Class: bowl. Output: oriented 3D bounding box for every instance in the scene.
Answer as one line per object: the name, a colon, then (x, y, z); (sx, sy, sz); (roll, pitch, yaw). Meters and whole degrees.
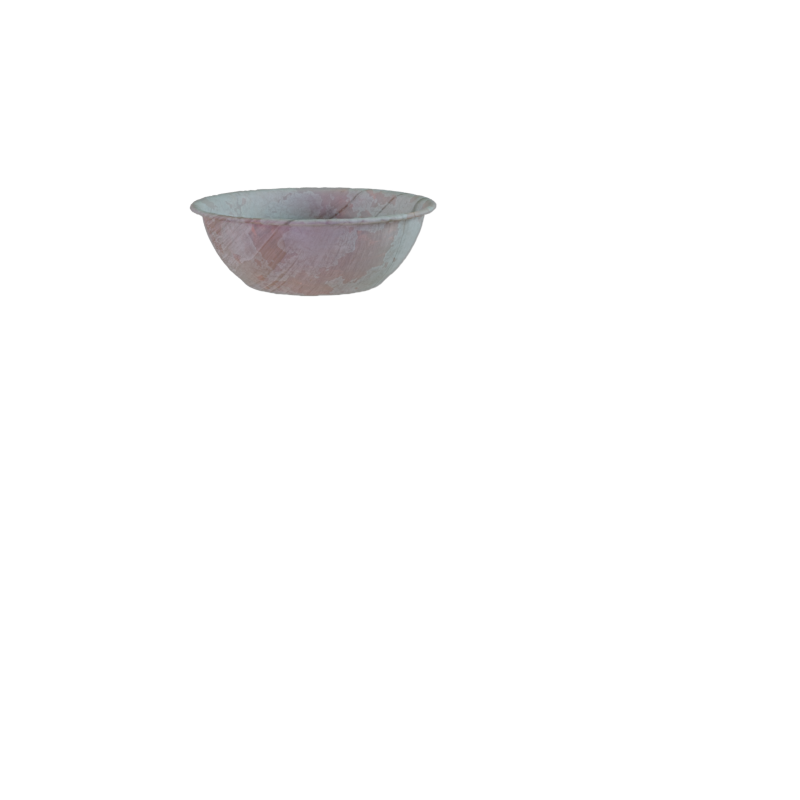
bowl: (-0.057, -0.105, 0.733); (0.162, 0.053, 0.167); (-1, 16, -2)
